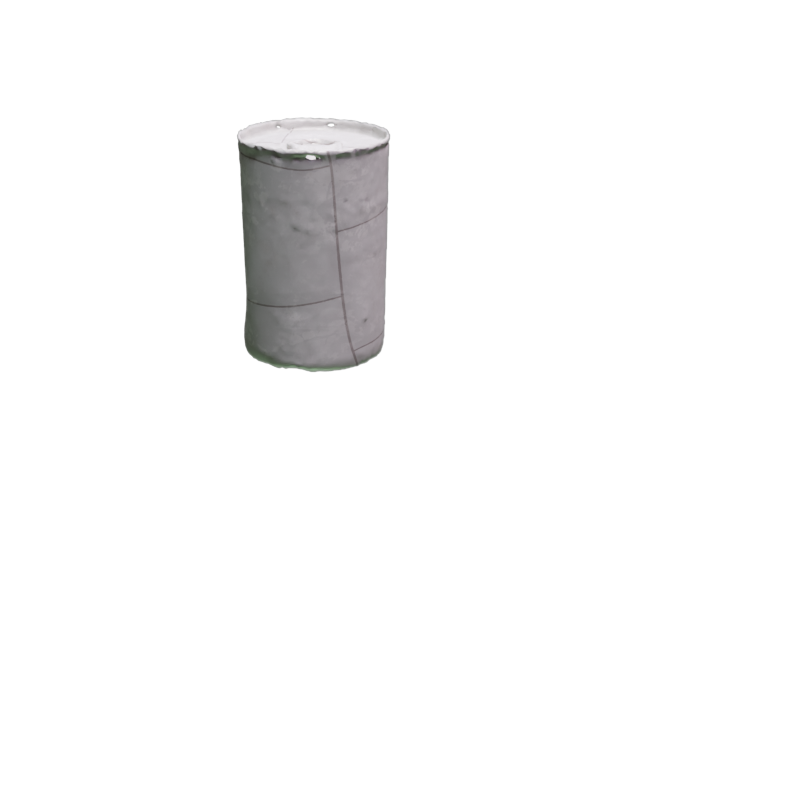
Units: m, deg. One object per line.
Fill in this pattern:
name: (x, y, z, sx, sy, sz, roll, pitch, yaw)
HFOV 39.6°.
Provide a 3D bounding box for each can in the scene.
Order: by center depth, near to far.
can: (-0.040, -0.072, 0.506, 0.068, 0.098, 0.072, 0, 20, -2)
